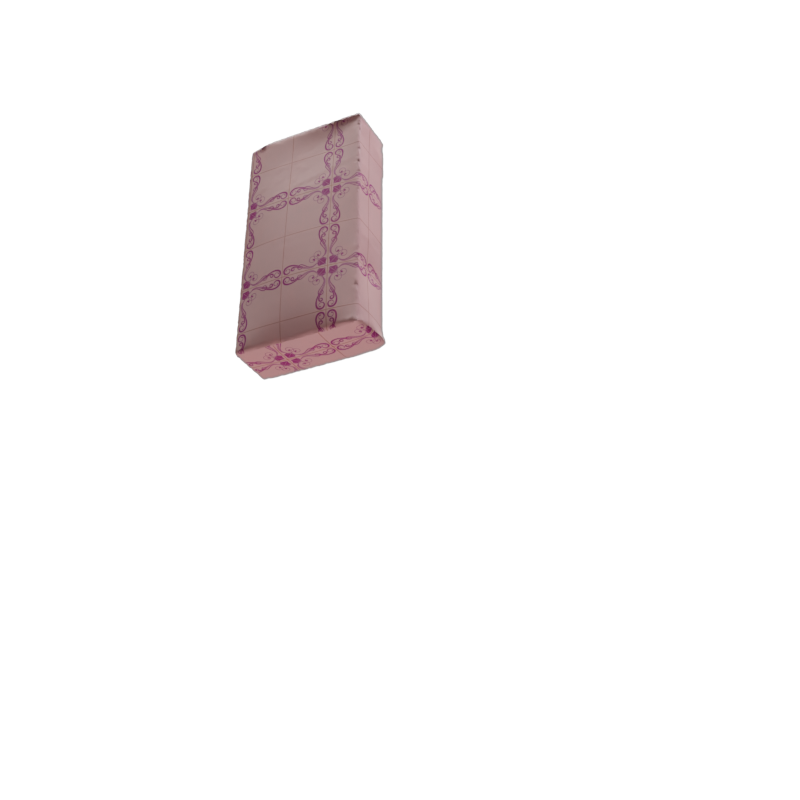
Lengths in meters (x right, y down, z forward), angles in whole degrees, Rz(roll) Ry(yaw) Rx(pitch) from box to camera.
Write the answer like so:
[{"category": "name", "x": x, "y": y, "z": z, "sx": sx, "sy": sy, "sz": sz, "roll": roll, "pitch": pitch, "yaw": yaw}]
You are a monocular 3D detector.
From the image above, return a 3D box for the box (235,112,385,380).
[{"category": "box", "x": -0.060, "y": -0.109, "z": 0.759, "sx": 0.094, "sy": 0.188, "sz": 0.044, "roll": -16, "pitch": -35, "yaw": 22}]
